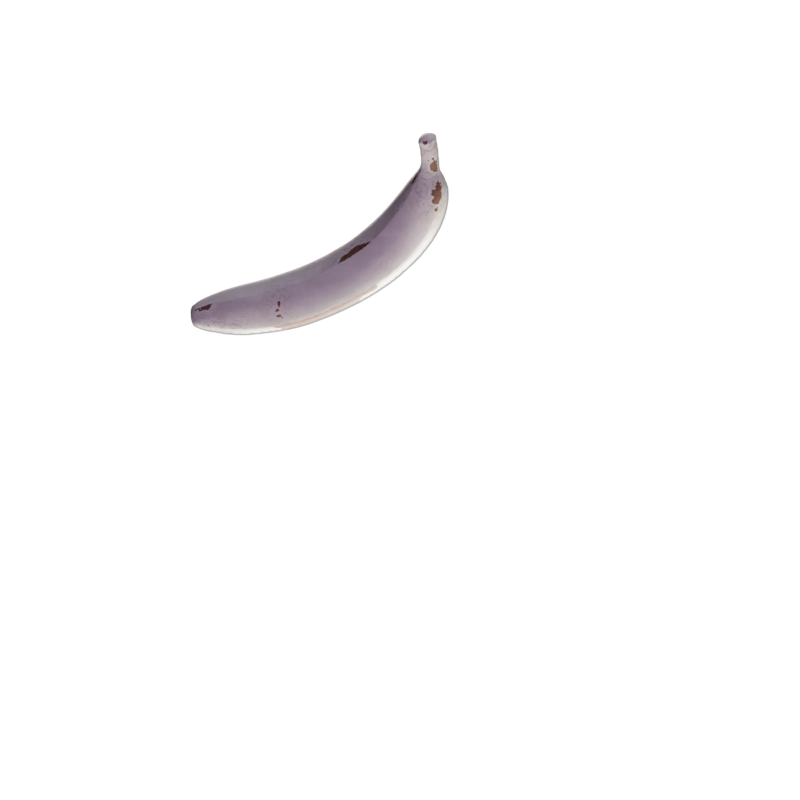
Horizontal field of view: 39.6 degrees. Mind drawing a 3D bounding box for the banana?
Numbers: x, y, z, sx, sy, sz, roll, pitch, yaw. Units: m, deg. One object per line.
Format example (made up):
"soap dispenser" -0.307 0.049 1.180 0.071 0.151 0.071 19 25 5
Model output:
"banana" -0.040 -0.089 0.702 0.197 0.066 0.039 -35 21 14
